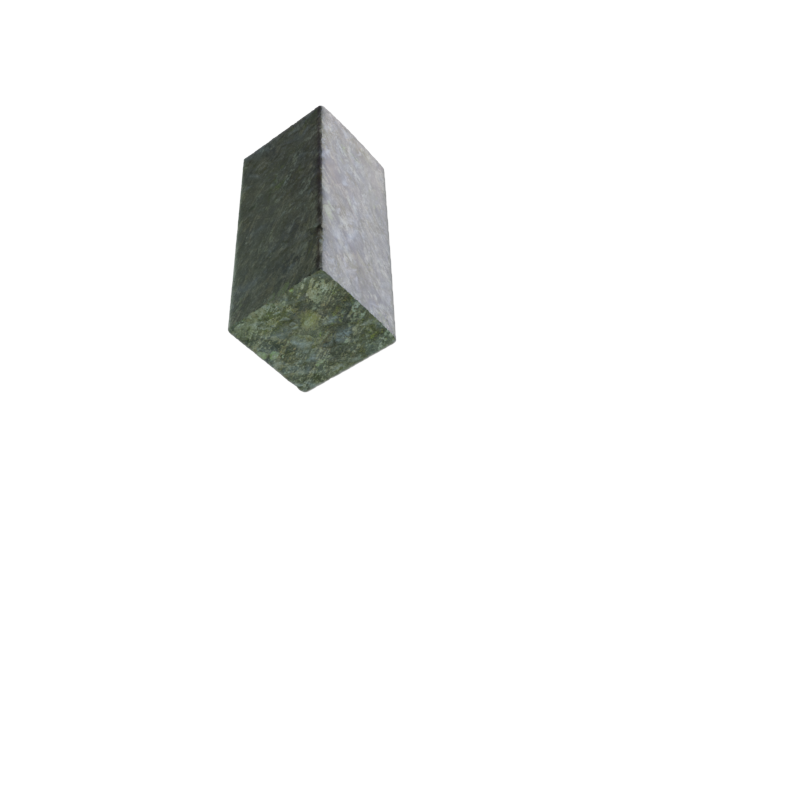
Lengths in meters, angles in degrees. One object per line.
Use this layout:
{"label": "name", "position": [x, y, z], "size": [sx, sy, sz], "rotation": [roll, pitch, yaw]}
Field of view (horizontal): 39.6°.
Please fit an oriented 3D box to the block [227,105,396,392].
{"label": "block", "position": [-0.067, -0.123, 0.865], "size": [0.090, 0.221, 0.084], "rotation": [-31, -52, 24]}
